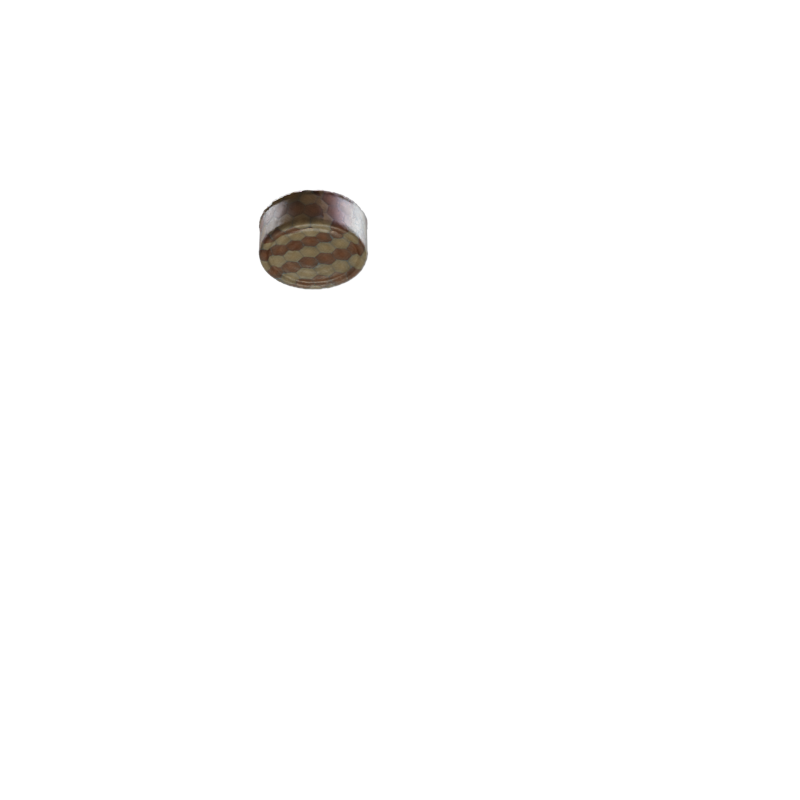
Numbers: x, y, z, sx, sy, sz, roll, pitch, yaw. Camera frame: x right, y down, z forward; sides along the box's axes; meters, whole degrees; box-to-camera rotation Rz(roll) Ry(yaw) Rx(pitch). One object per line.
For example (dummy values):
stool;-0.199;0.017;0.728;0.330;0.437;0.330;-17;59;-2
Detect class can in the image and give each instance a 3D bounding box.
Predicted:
can;-0.068;-0.123;0.864;0.086;0.036;0.080;1;-34;-2
